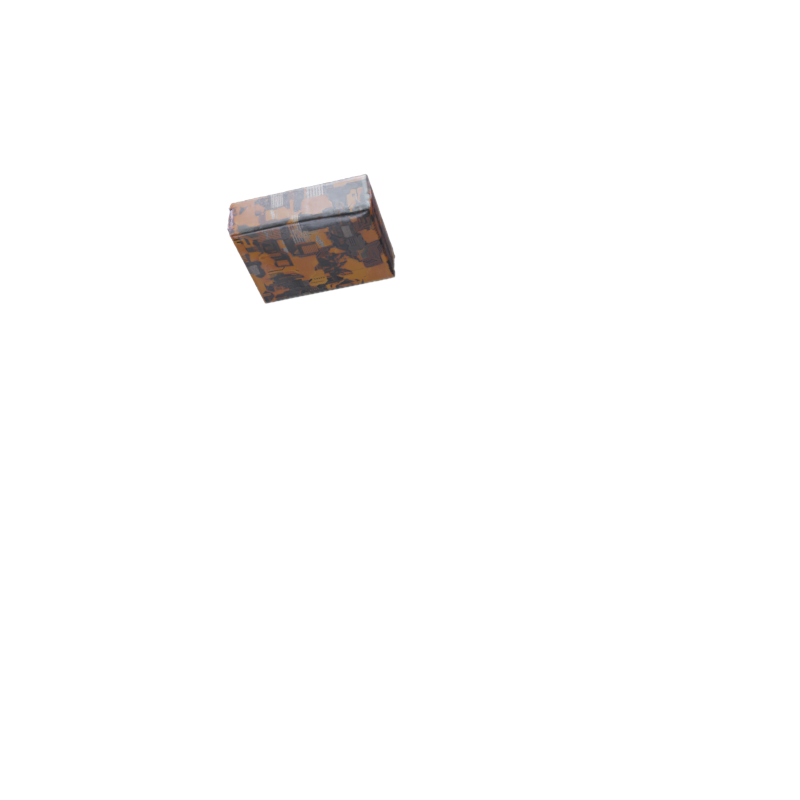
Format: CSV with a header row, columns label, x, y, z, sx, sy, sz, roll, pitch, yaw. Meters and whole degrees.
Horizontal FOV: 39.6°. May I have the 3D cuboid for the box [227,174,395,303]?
label,x,y,z,sx,sy,sz,roll,pitch,yaw
box,-0.068,-0.124,0.867,0.115,0.042,0.083,-8,-36,11
